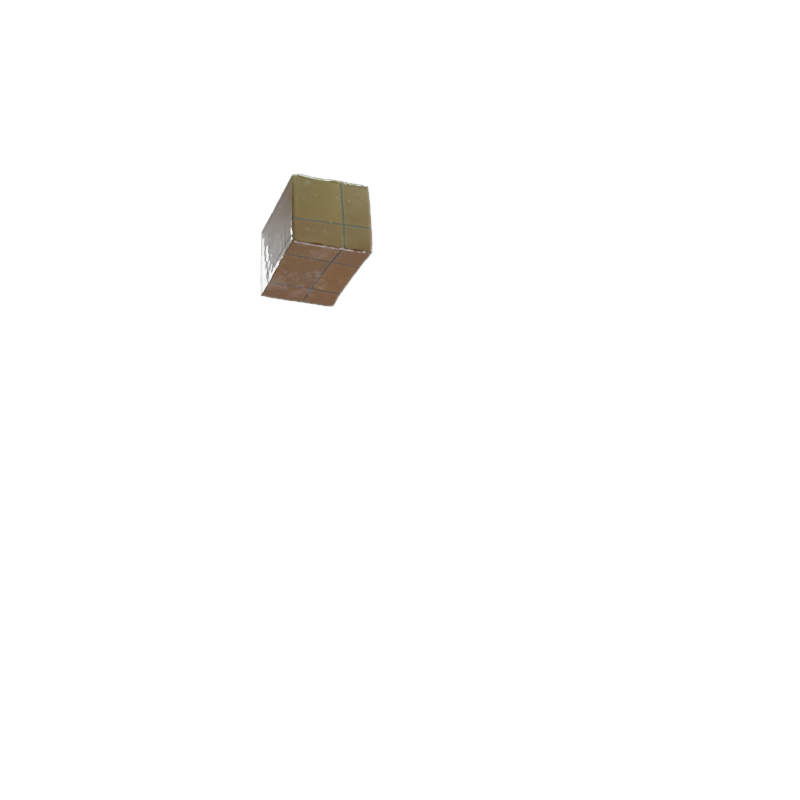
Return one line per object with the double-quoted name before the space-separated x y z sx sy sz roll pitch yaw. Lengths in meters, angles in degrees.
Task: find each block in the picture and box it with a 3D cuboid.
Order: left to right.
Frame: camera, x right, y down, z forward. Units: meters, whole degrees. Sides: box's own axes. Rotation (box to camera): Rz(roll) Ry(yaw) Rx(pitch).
"block" -0.056 -0.102 0.715 0.051 0.054 0.076 9 -27 -20
